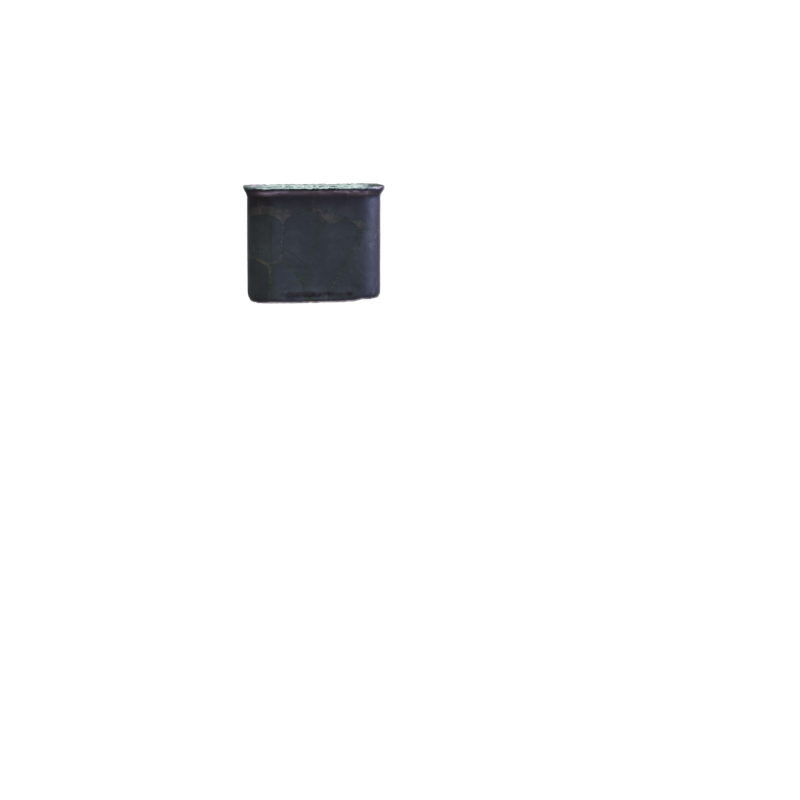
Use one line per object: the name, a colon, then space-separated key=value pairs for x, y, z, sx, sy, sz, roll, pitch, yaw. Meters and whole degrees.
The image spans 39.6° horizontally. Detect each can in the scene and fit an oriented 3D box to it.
can: x=-0.064 y=-0.116 z=0.814 sx=0.101 sy=0.082 sz=0.059 roll=-1 pitch=8 yaw=-9
